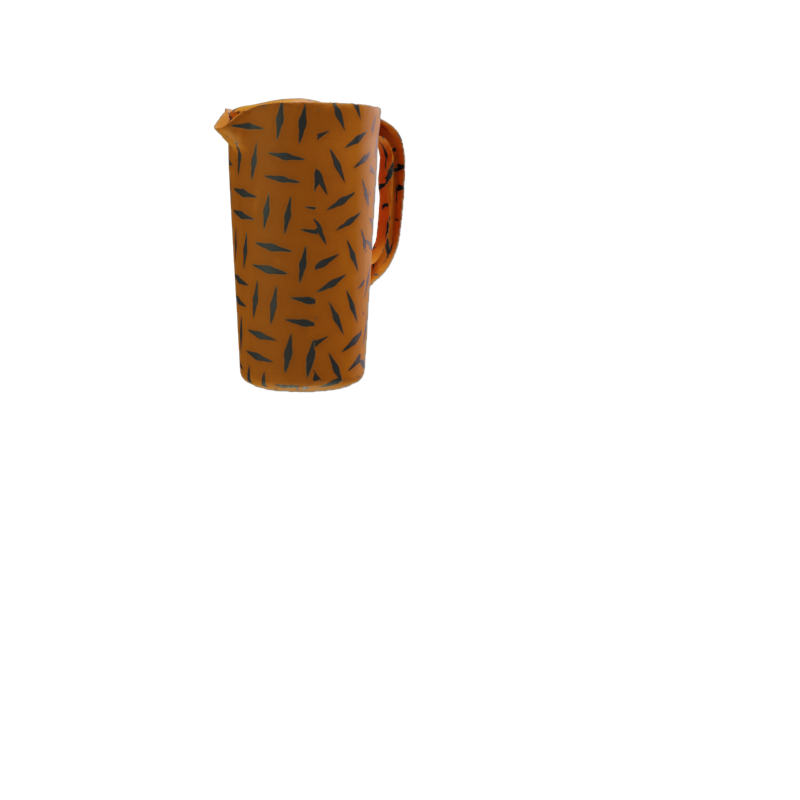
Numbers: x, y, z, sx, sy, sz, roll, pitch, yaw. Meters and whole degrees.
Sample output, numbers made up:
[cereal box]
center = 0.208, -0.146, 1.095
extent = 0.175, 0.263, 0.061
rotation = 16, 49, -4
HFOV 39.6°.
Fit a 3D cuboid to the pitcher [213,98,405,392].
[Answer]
[pitcher]
center = -0.075, -0.136, 0.955
extent = 0.151, 0.241, 0.145
rotation = 1, 5, 7
